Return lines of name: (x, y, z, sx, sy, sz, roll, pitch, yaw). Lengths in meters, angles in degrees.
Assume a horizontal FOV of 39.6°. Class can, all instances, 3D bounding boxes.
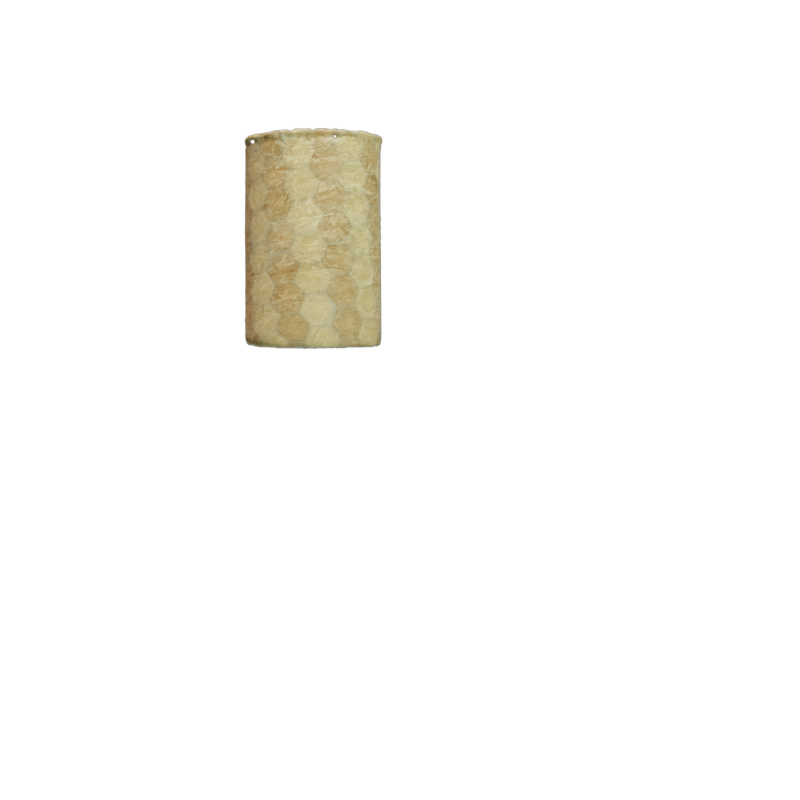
can: (-0.042, -0.078, 0.543, 0.068, 0.103, 0.068, 0, -1, -2)
